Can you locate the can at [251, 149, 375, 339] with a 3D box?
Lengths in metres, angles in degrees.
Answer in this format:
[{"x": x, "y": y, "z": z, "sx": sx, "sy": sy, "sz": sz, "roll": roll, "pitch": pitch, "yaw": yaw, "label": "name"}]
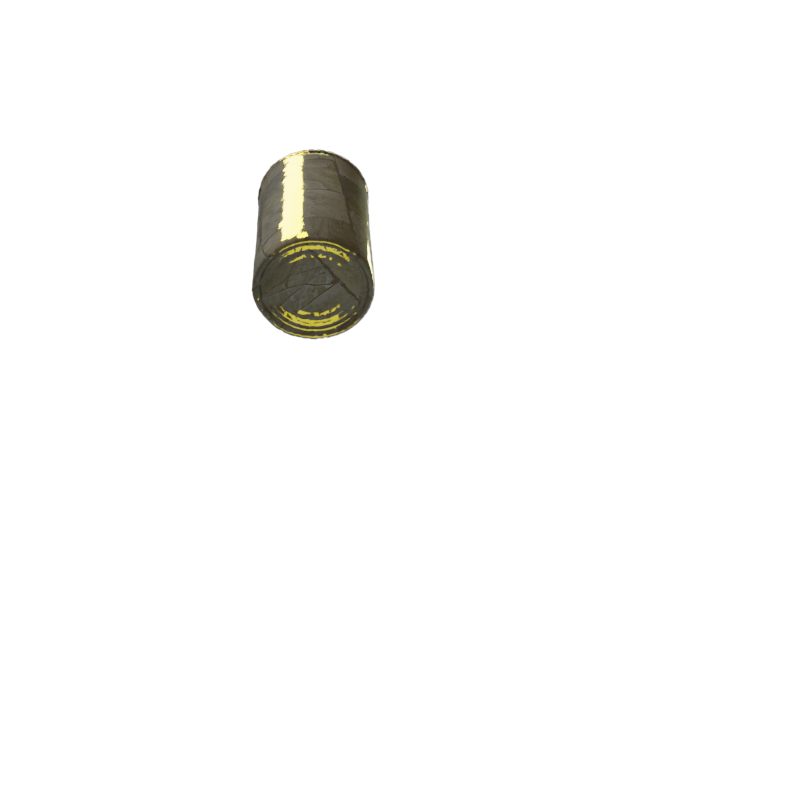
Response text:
[{"x": -0.050, "y": -0.091, "z": 0.637, "sx": 0.068, "sy": 0.064, "sz": 0.109, "roll": -1, "pitch": 36, "yaw": -3, "label": "can"}]
